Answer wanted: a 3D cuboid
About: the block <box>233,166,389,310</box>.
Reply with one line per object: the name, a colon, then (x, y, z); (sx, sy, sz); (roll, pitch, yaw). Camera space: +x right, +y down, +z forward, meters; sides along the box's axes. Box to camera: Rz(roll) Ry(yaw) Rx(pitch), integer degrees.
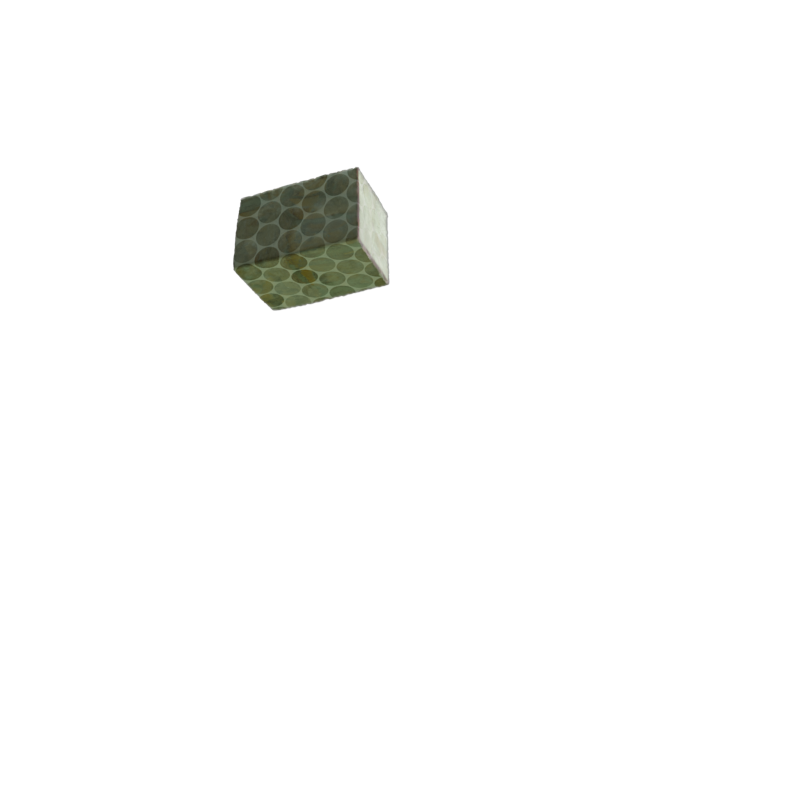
block: (-0.051, -0.092, 0.647); (0.079, 0.055, 0.049); (-12, -33, 18)
